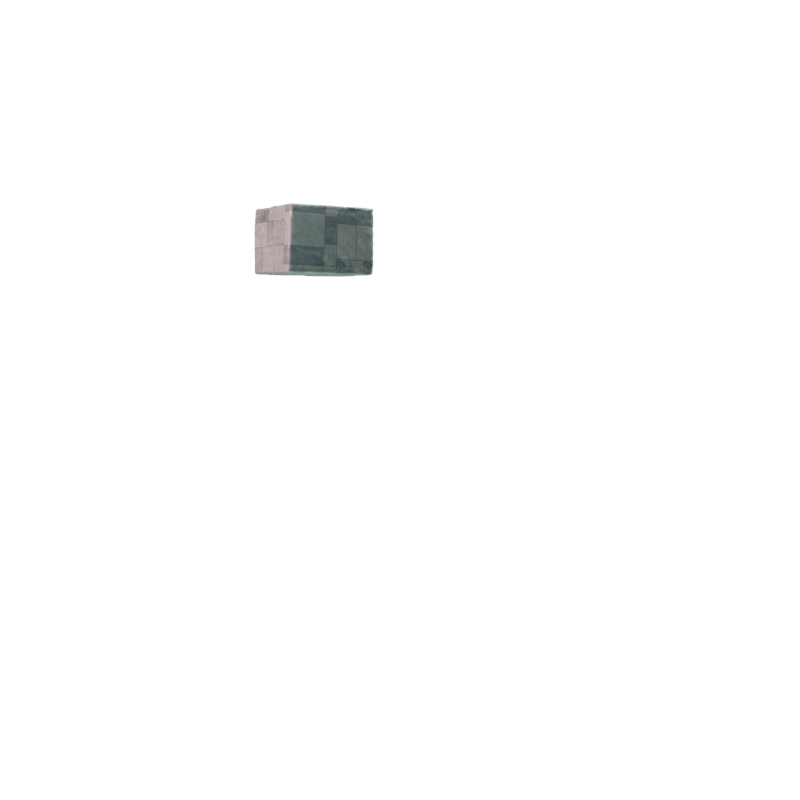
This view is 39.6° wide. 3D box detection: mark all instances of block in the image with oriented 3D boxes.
[{"bbox_3d":[-0.066,-0.121,0.847,0.075,0.051,0.055,-1,1,-36],"label":"block"}]
